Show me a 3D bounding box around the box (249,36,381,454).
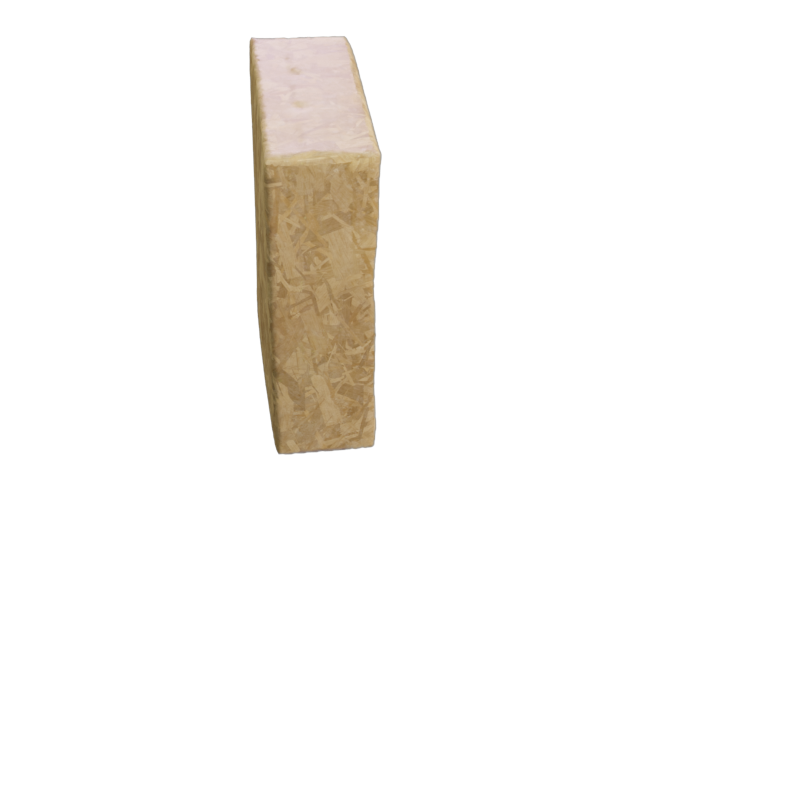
[{"bbox_3d":[-0.055,-0.100,0.701,0.071,0.200,0.177,-3,38,-8],"label":"box"}]
